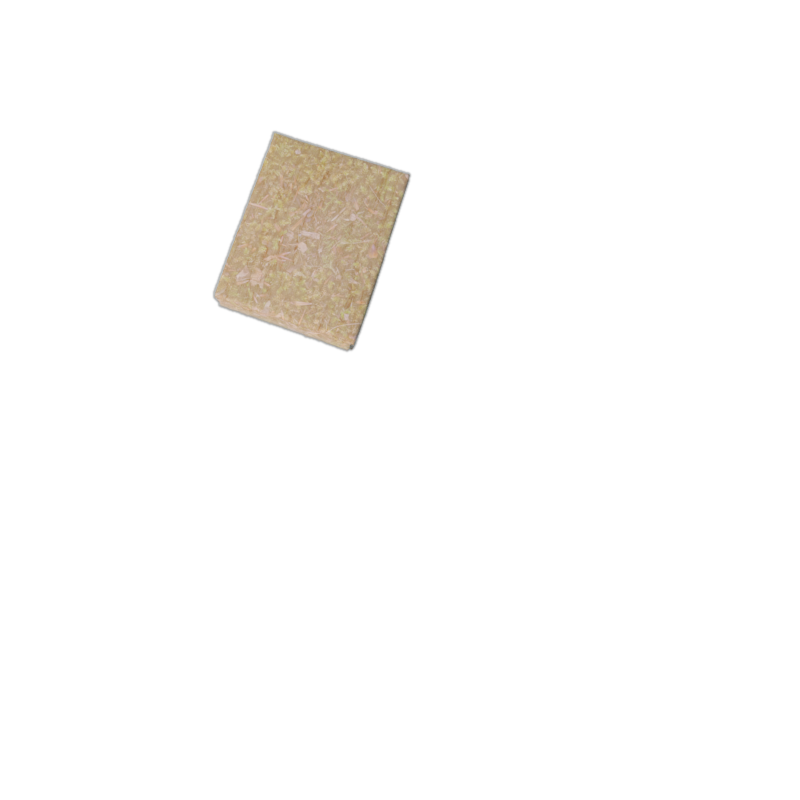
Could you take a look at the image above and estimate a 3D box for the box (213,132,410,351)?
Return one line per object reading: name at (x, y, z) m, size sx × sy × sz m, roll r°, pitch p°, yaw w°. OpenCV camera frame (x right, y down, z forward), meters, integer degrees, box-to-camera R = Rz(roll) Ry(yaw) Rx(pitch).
box at (-0.053, -0.097, 0.683) m, size 0.091 × 0.117 × 0.037 m, roll 17°, pitch -14°, yaw 4°
